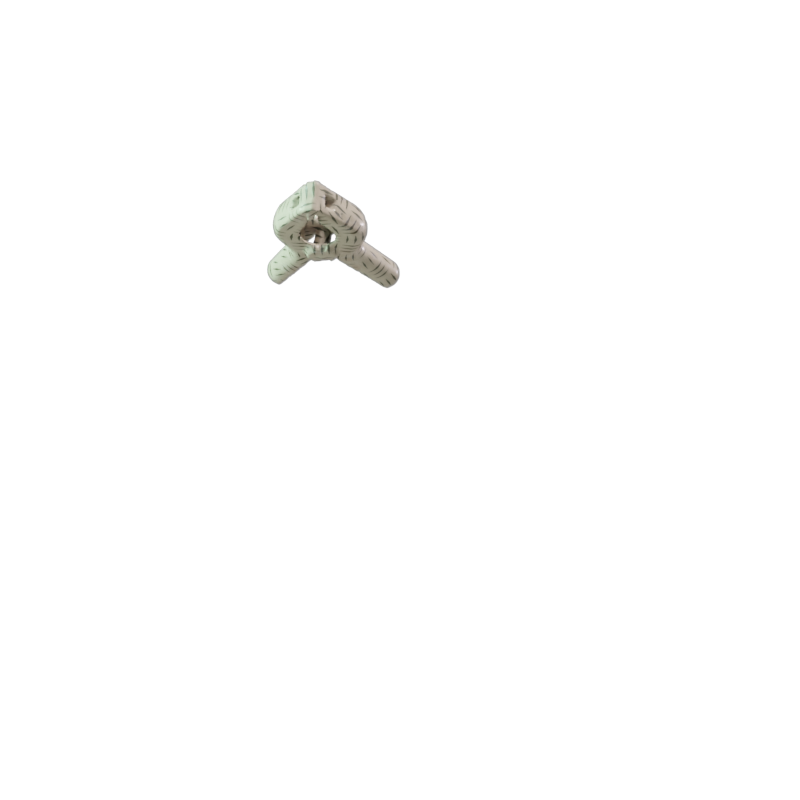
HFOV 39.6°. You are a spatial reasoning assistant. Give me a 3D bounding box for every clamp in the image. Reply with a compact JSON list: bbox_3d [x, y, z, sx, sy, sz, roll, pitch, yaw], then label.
[{"bbox_3d":[-0.075,-0.136,0.956,0.122,0.041,0.160,-6,-23,13],"label":"clamp"}]
